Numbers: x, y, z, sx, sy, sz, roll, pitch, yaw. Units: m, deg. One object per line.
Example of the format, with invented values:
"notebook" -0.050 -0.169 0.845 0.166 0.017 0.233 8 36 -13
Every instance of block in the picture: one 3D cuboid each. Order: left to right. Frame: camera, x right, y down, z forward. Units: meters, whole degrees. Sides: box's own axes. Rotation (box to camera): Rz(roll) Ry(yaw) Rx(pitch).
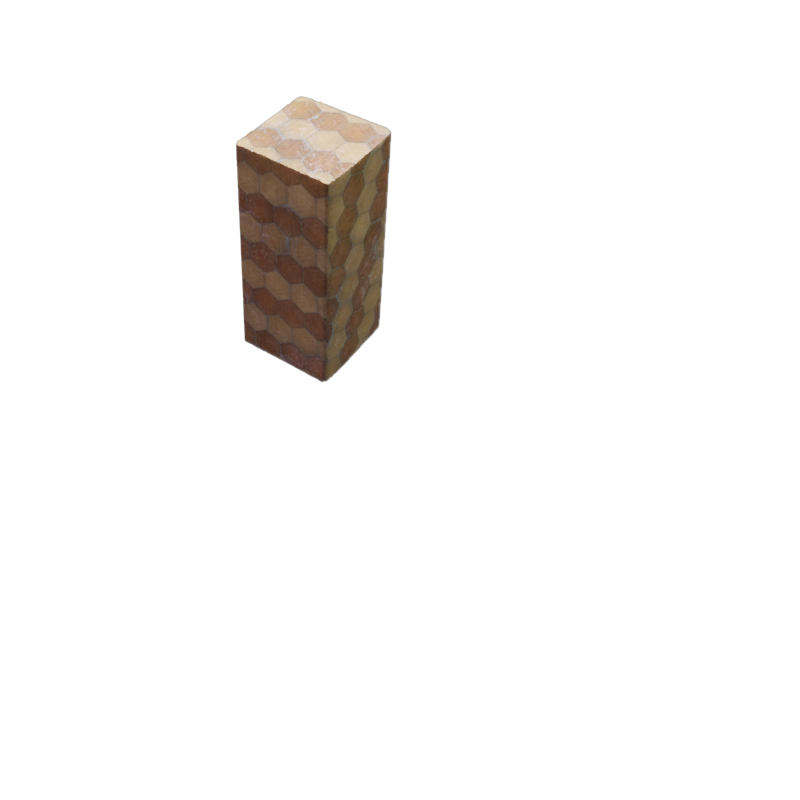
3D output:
"block" -0.071 -0.130 0.909 0.095 0.192 0.092 26 47 23
